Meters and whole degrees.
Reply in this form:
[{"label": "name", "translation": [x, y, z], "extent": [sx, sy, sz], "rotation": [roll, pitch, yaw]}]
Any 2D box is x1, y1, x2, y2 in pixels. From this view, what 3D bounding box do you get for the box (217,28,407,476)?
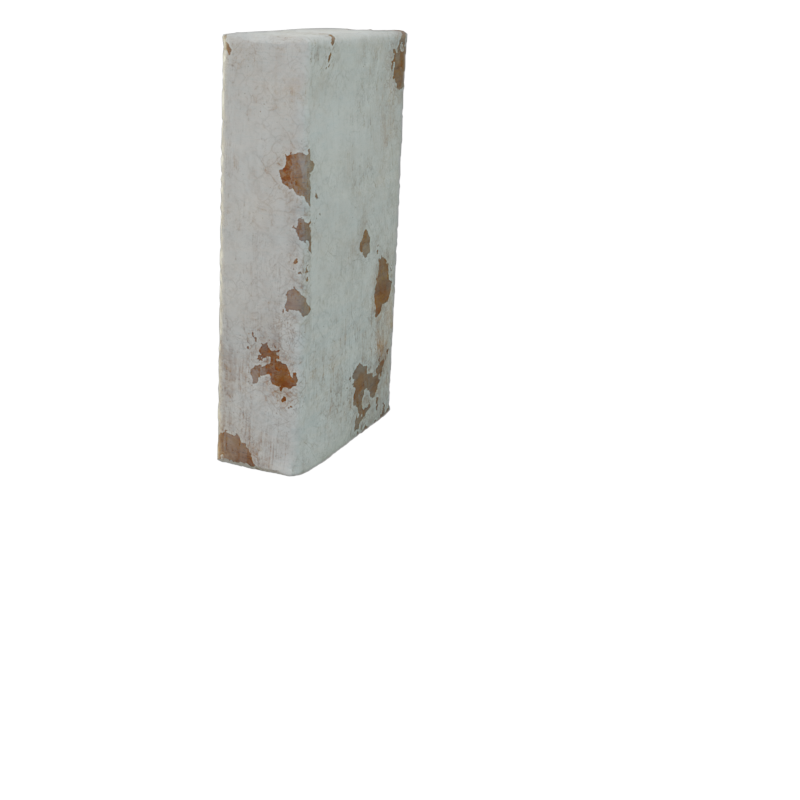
[{"label": "box", "translation": [-0.037, -0.067, 0.468], "extent": [0.050, 0.171, 0.093], "rotation": [7, 15, 24]}]
